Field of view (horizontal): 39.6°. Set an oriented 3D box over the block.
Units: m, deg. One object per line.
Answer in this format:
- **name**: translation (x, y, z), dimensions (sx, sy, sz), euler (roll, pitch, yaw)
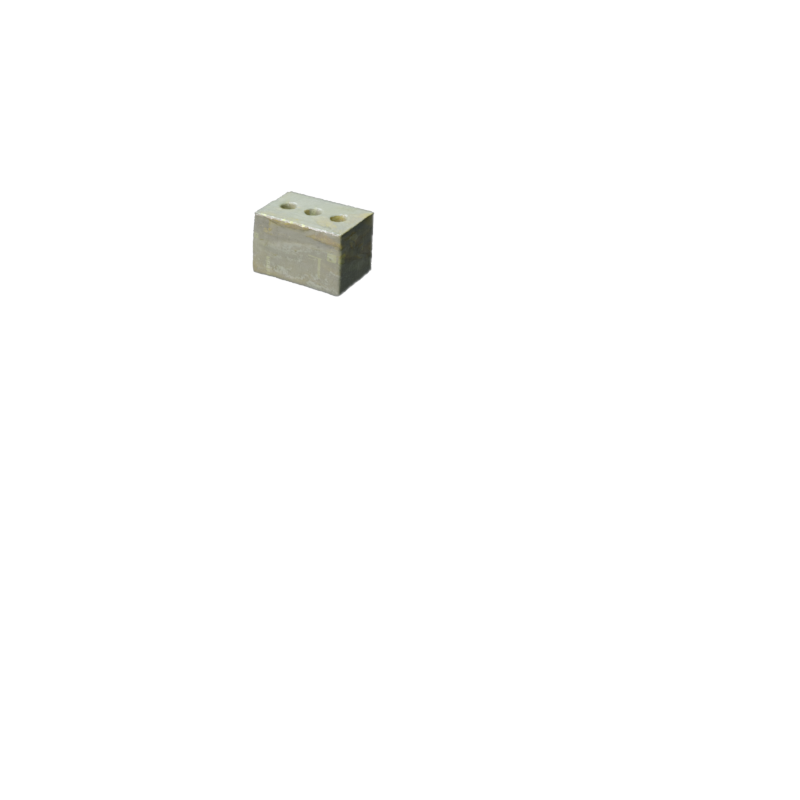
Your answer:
- **block**: translation (-0.065, -0.119, 0.837), dimensions (0.082, 0.048, 0.053), euler (17, 34, 25)
